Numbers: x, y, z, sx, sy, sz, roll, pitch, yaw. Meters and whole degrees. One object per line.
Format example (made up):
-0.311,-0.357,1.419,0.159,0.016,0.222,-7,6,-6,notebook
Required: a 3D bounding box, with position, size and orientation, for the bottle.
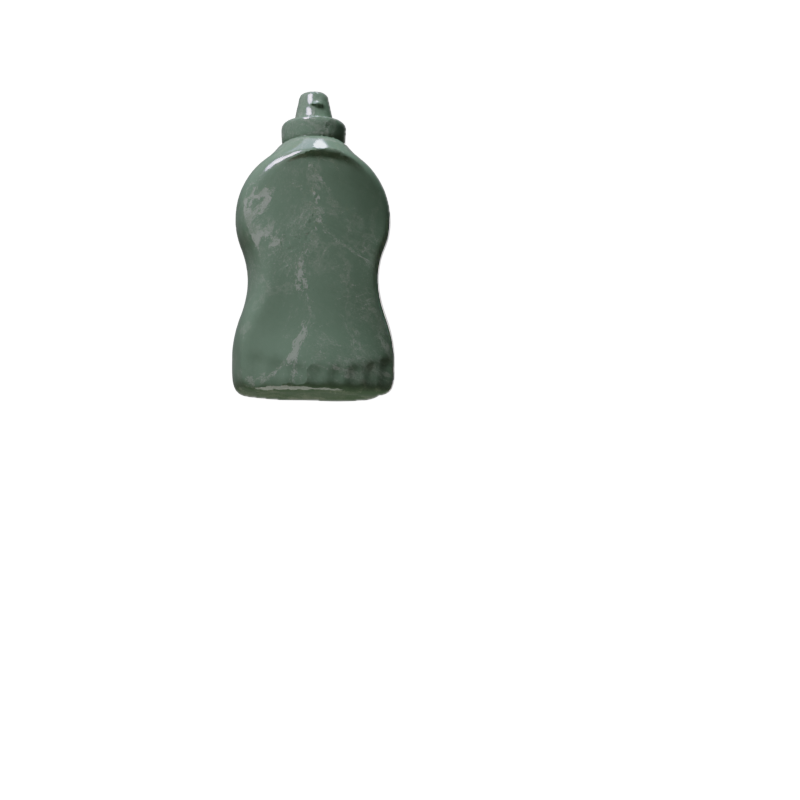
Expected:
-0.054,-0.098,0.685,0.094,0.198,0.058,2,-14,-14,bottle
